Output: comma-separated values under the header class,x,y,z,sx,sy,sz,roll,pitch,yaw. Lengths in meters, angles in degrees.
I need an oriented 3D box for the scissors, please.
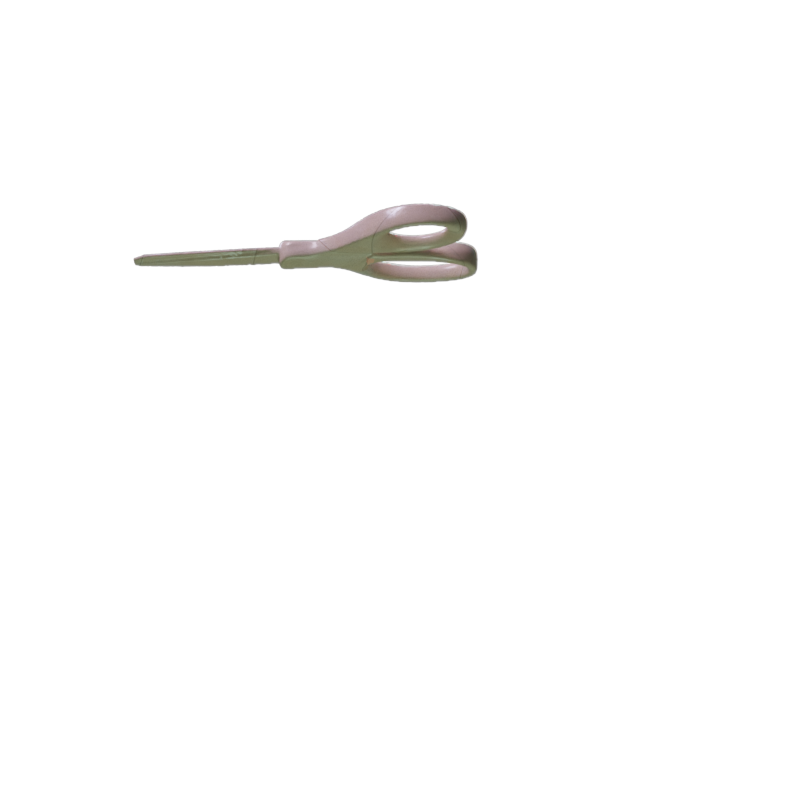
class,x,y,z,sx,sy,sz,roll,pitch,yaw
scissors,-0.050,-0.090,0.633,0.199,0.017,0.093,3,-18,-9
